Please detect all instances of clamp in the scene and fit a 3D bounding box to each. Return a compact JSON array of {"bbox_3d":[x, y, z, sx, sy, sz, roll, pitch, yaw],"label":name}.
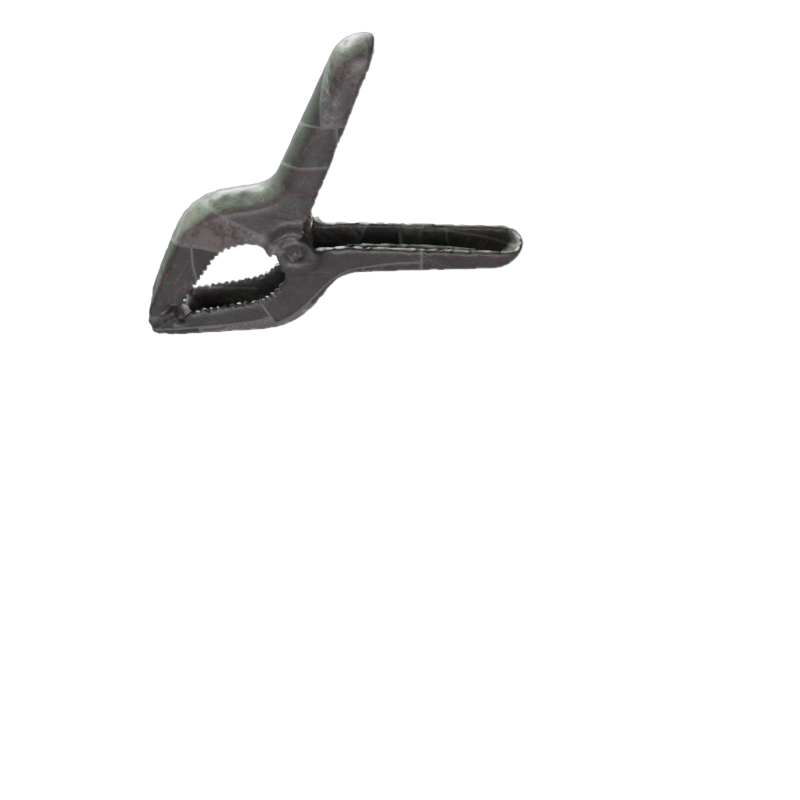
[{"bbox_3d":[-0.048,-0.088,0.615,0.209,0.039,0.154,-32,-57,24],"label":"clamp"}]
